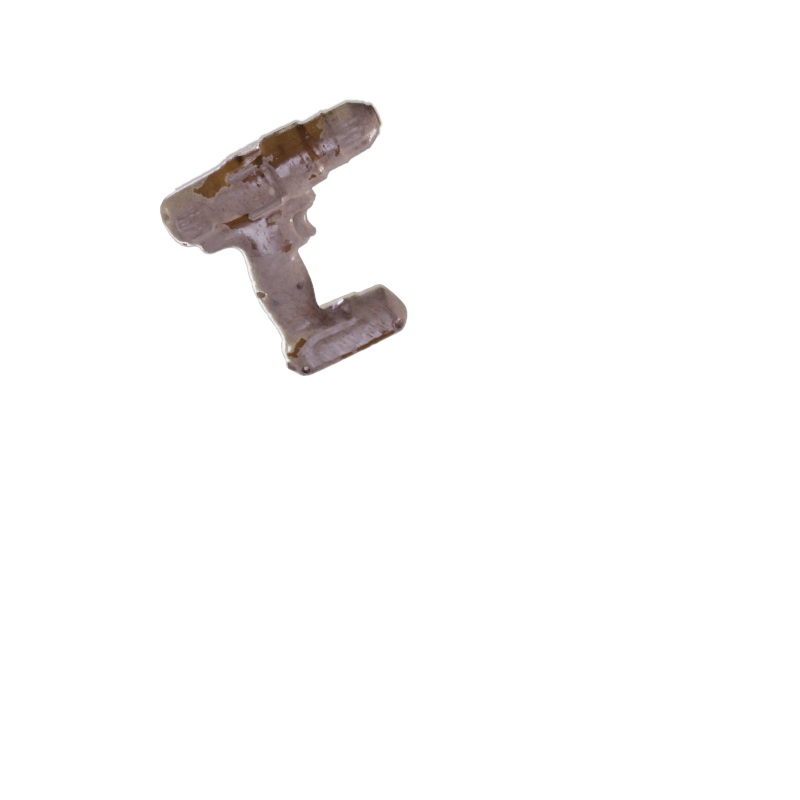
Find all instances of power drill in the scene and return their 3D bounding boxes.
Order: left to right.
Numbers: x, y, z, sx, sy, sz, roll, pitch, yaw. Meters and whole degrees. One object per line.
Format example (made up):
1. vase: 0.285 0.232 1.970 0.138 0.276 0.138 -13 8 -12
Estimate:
1. power drill: -0.068 -0.124 0.872 0.184 0.178 0.060 -26 22 11
